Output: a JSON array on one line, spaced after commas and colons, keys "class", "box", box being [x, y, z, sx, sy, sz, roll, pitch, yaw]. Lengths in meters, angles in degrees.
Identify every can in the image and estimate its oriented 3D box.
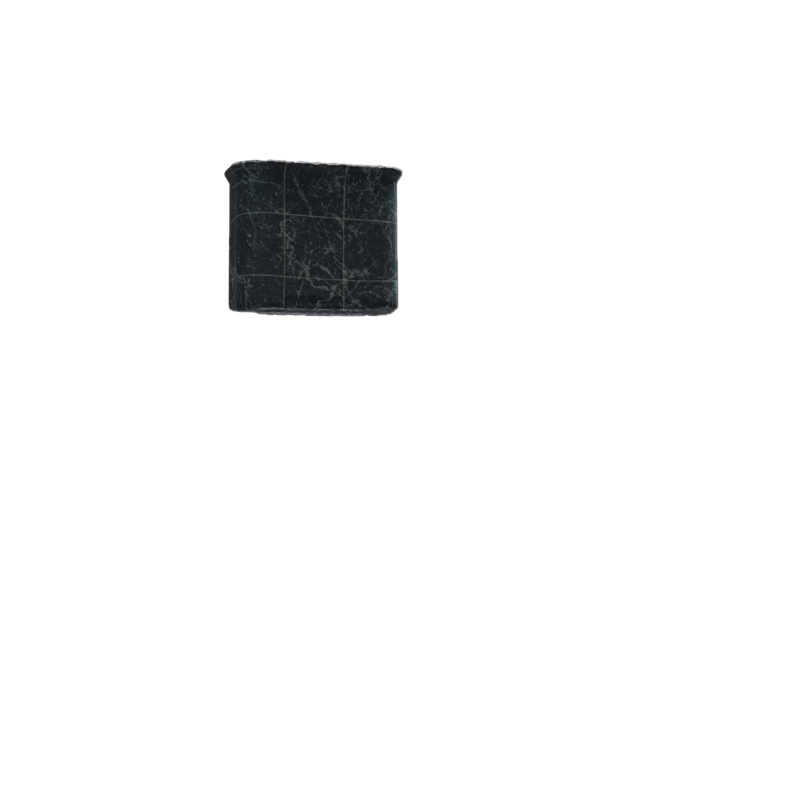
[{"class": "can", "box": [-0.051, -0.092, 0.645, 0.100, 0.085, 0.058, 1, -5, -17]}]
